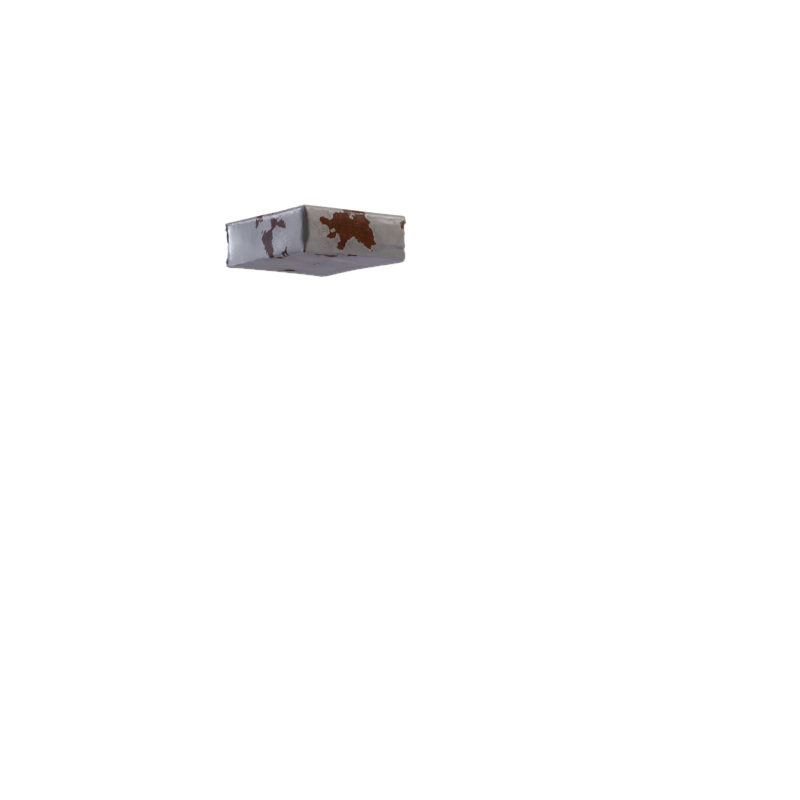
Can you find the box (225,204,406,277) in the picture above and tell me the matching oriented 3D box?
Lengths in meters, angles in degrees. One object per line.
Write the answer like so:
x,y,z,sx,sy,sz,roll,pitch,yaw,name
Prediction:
-0.064,-0.117,0.820,0.086,0.039,0.116,2,-3,-37,box
